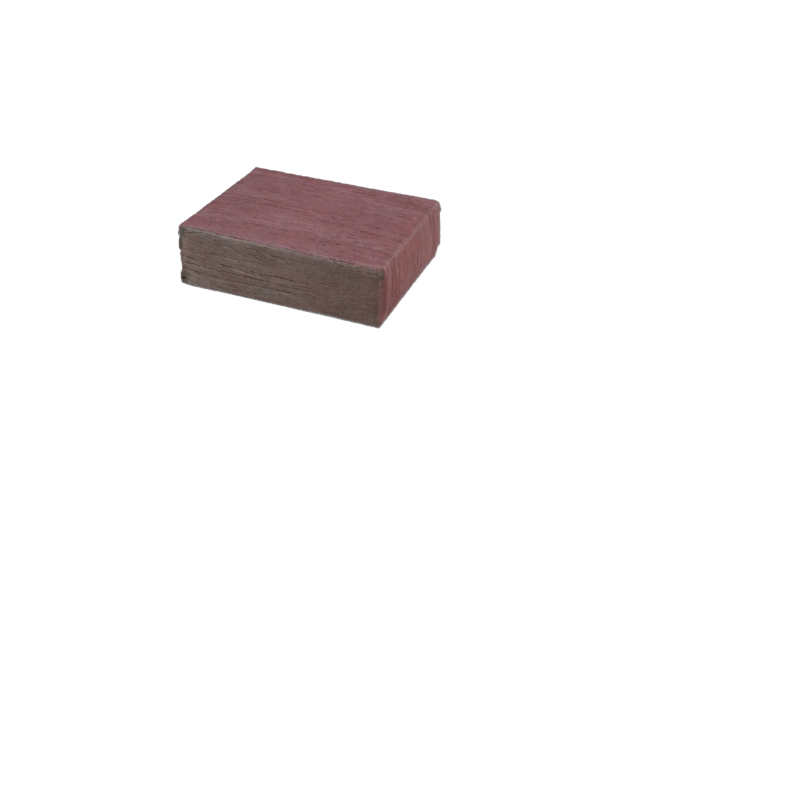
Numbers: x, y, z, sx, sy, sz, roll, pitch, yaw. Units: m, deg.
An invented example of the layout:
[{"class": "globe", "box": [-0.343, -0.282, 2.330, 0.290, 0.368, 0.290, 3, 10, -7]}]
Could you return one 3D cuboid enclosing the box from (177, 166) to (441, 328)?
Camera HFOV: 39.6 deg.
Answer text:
[{"class": "box", "box": [-0.045, -0.082, 0.577, 0.117, 0.037, 0.092, 11, 31, 18]}]
